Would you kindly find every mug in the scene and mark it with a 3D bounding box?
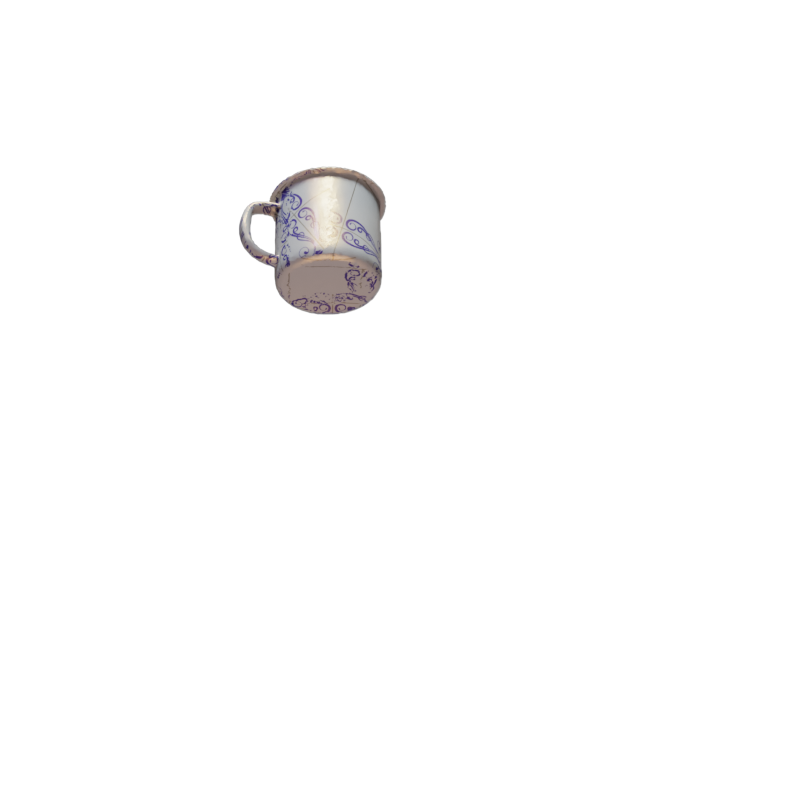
[{"bbox_3d":[-0.067,-0.122,0.854,0.114,0.087,0.090,11,-36,-18],"label":"mug"}]
